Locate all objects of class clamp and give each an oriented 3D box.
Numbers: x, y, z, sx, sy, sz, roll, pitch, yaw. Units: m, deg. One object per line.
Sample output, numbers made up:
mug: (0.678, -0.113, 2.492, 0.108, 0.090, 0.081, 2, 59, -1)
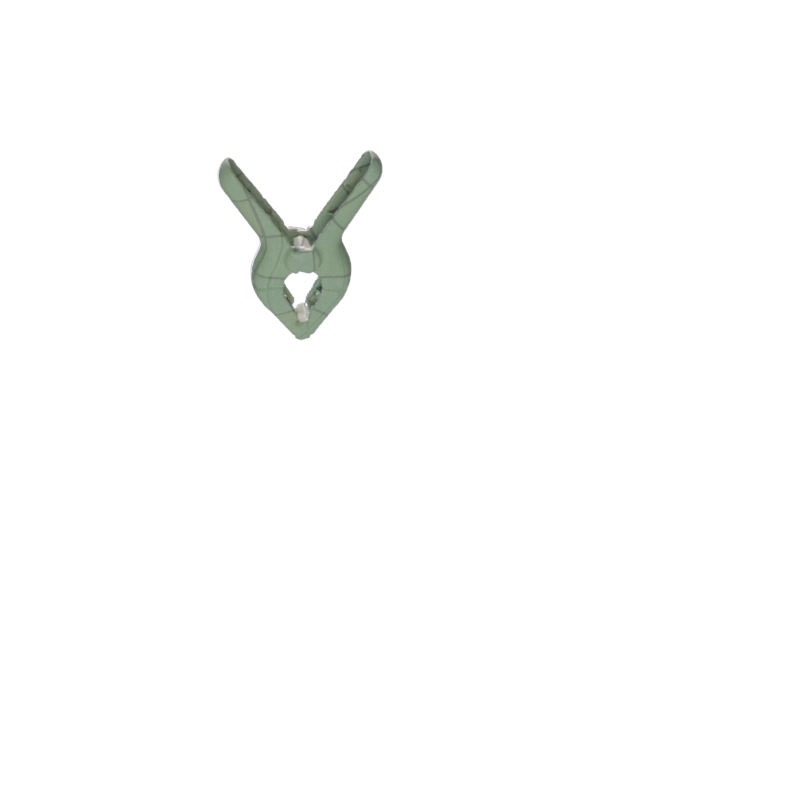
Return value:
clamp: (-0.067, -0.122, 0.854, 0.121, 0.159, 0.042, -5, 42, 4)
